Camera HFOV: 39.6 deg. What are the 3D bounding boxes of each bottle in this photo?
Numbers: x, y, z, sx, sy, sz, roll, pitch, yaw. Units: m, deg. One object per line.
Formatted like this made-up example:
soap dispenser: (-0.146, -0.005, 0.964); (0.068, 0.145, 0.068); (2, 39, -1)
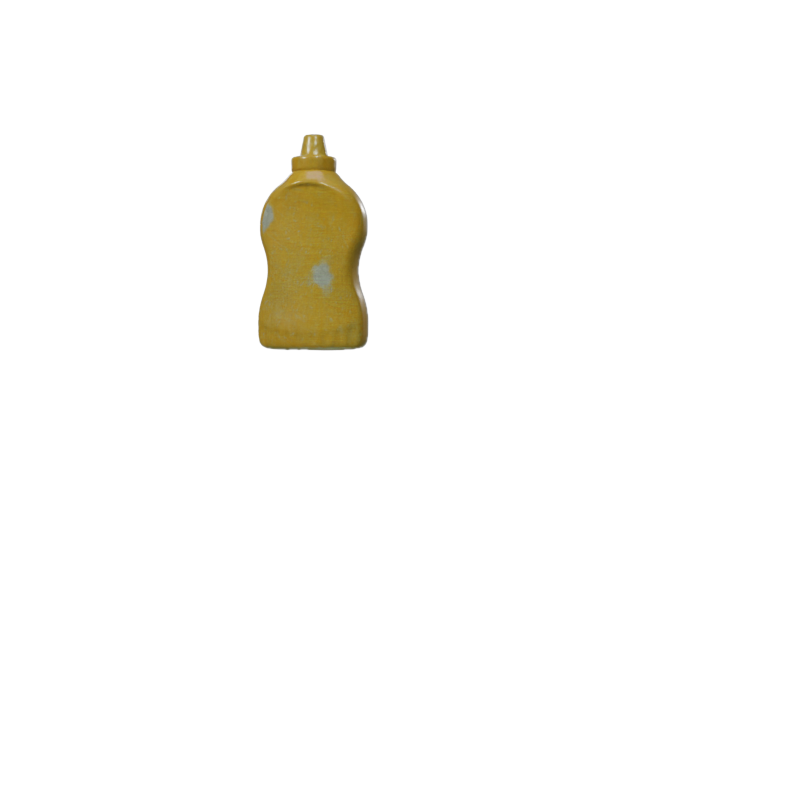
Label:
bottle: (-0.078, -0.142, 0.992); (0.098, 0.193, 0.057); (-1, -2, 15)
